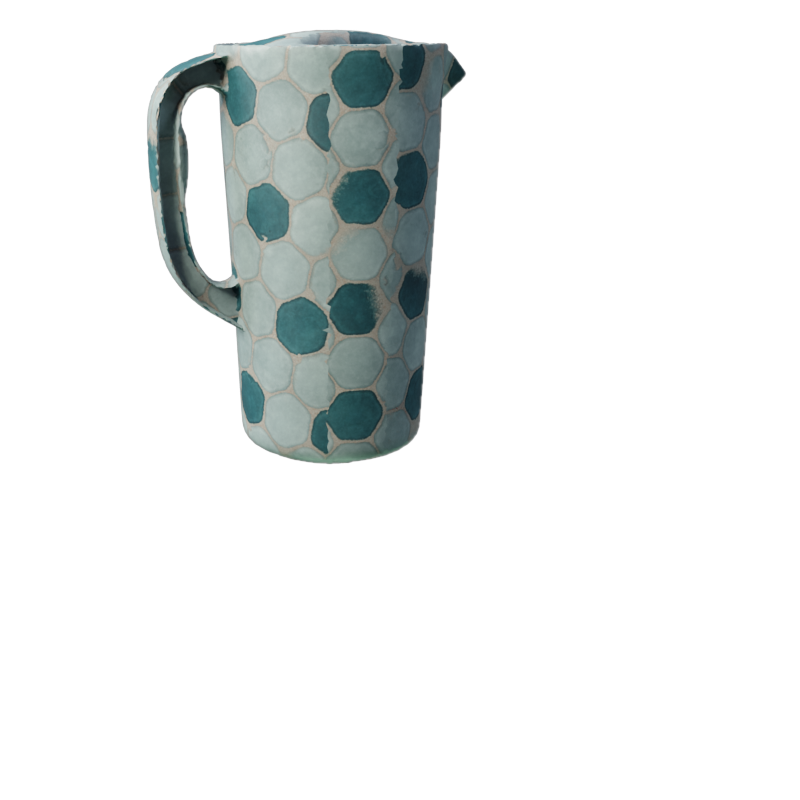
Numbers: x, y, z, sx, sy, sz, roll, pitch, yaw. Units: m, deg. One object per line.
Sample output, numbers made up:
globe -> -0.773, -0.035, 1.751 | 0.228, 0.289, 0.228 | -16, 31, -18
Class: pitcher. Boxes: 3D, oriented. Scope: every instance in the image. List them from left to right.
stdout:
pitcher -> -0.051, -0.092, 0.648 | 0.154, 0.236, 0.145 | 6, 14, 20
